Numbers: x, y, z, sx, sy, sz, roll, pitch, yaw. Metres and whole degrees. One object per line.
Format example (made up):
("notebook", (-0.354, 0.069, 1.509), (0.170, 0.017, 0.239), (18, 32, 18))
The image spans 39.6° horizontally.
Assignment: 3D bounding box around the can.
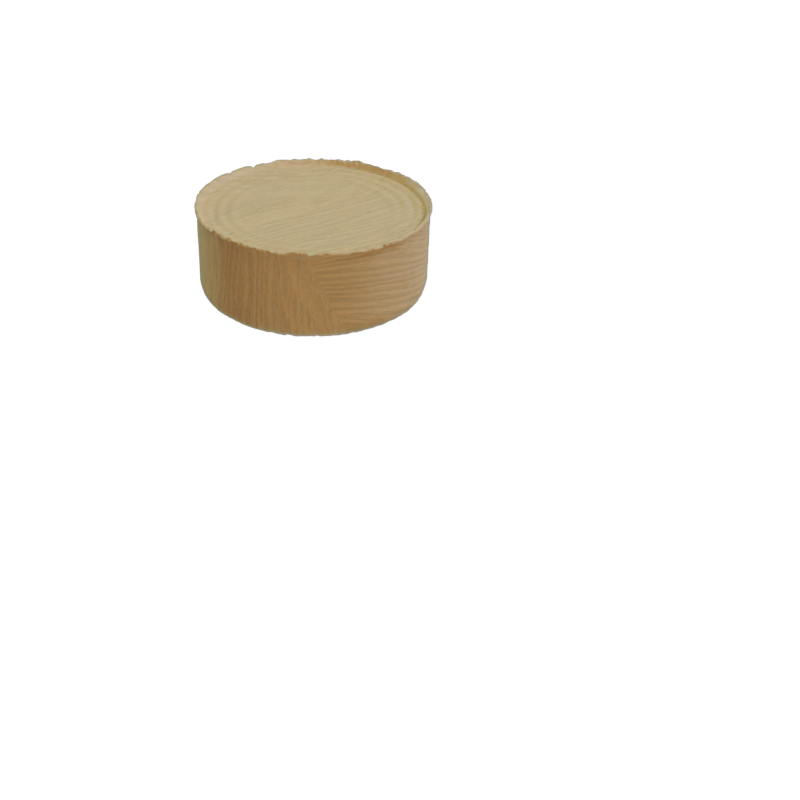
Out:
("can", (-0.032, -0.058, 0.407), (0.086, 0.032, 0.091), (-1, 31, -2))
